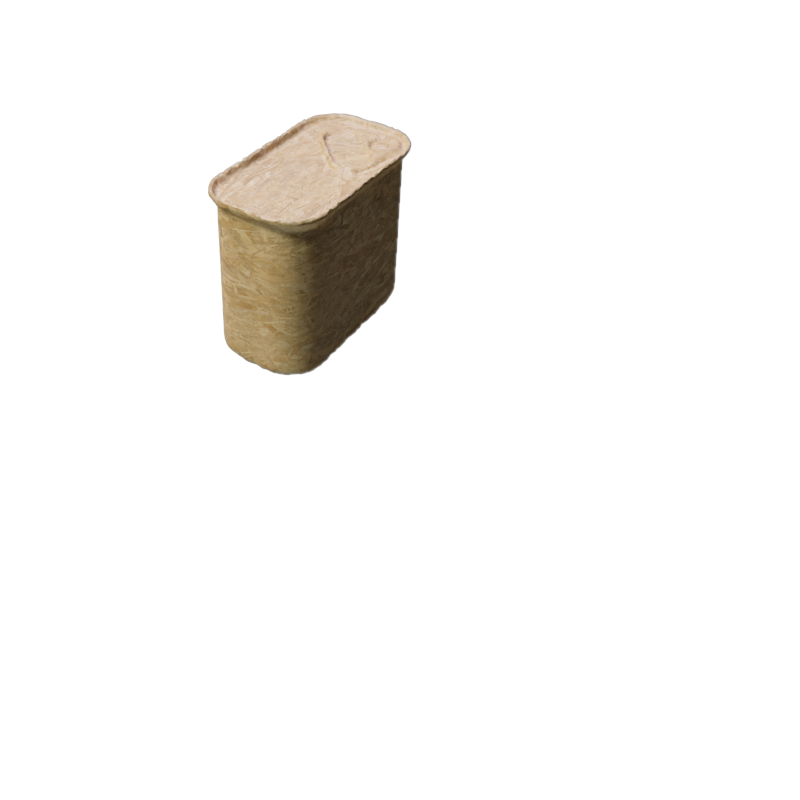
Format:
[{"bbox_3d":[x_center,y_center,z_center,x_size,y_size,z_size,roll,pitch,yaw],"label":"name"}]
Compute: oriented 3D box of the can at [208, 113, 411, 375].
[{"bbox_3d":[-0.040,-0.073,0.513,0.060,0.078,0.104,20,41,24],"label":"can"}]
